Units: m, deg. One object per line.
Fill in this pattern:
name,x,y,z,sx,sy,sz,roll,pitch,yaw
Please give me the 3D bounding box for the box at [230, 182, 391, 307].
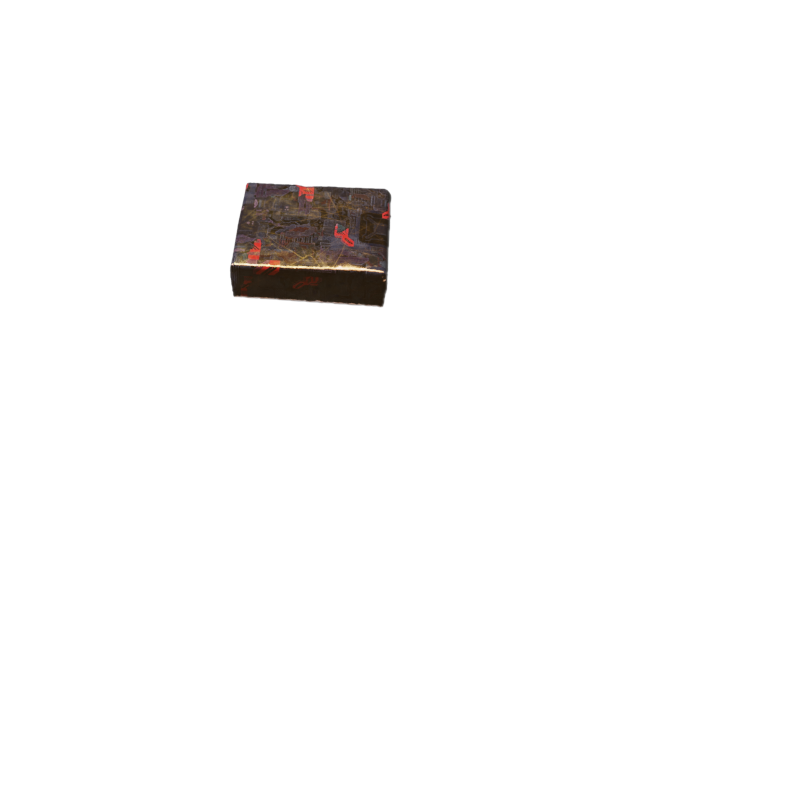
box,-0.051,-0.093,0.648,0.090,0.078,0.028,3,-43,2
